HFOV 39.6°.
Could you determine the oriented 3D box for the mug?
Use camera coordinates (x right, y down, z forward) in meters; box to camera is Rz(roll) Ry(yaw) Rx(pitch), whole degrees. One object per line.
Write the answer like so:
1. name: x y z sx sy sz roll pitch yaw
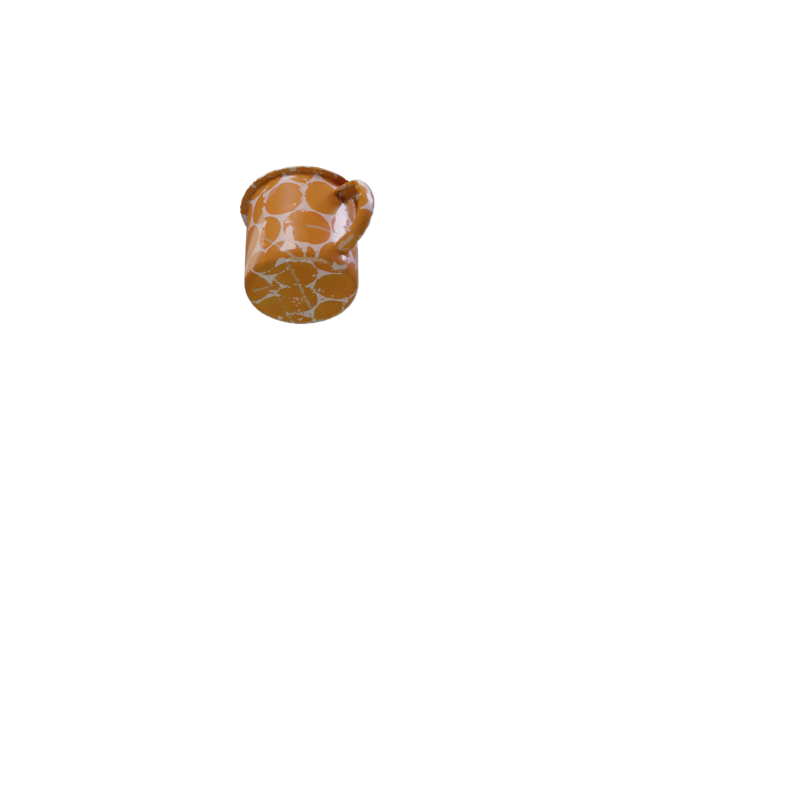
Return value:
1. mug: -0.063 -0.114 0.801 0.117 0.087 0.087 -30 -46 32
